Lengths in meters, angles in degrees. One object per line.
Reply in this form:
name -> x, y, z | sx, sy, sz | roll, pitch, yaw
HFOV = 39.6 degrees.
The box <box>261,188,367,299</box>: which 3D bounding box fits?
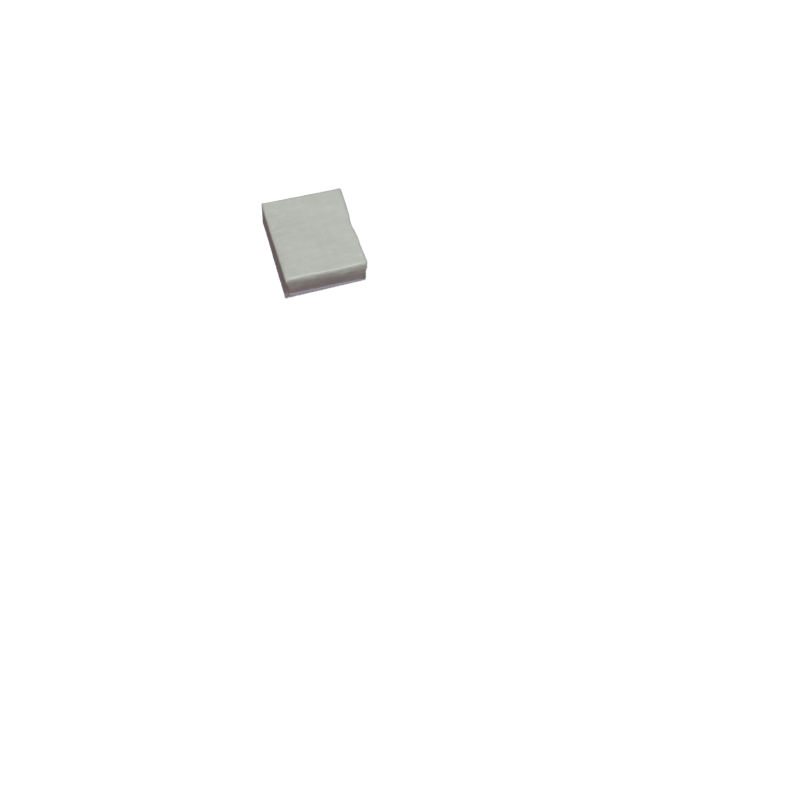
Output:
box -> -0.075, -0.137, 0.962 | 0.072, 0.096, 0.028 | -13, -33, -9
